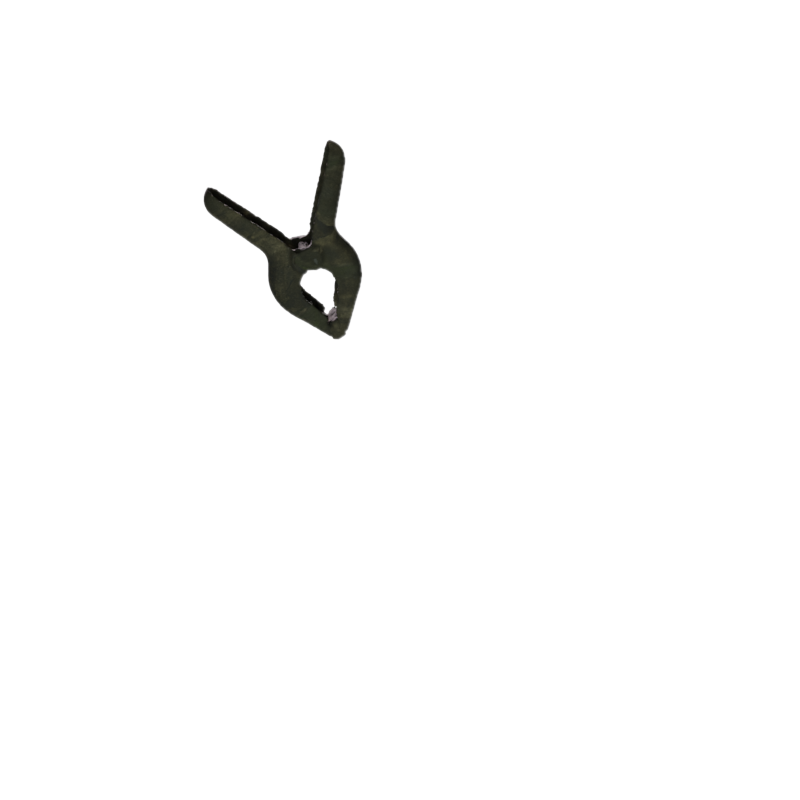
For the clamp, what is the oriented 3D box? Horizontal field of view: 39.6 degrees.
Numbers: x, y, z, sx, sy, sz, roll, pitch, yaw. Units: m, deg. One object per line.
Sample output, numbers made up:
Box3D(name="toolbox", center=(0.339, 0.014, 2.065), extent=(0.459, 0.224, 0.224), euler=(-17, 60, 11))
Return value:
Box3D(name="clamp", center=(-0.073, -0.132, 0.927), extent=(0.120, 0.161, 0.042), euler=(-26, 27, 14))
